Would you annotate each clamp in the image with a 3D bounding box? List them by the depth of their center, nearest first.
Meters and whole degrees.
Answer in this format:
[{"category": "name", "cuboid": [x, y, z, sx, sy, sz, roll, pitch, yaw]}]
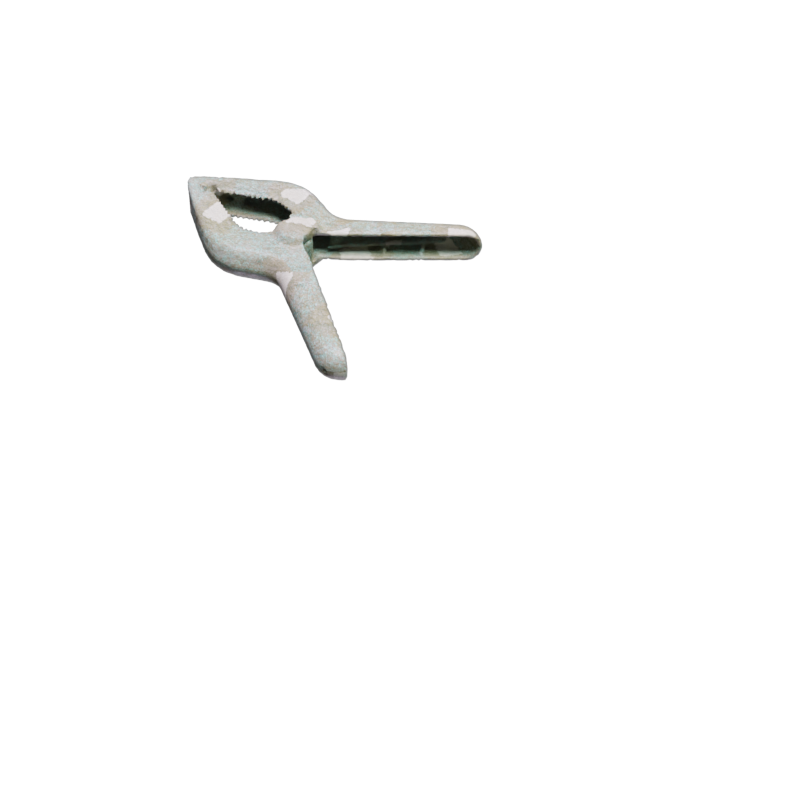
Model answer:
[{"category": "clamp", "cuboid": [-0.060, -0.110, 0.771, 0.224, 0.034, 0.165, 34, 53, 31]}]
